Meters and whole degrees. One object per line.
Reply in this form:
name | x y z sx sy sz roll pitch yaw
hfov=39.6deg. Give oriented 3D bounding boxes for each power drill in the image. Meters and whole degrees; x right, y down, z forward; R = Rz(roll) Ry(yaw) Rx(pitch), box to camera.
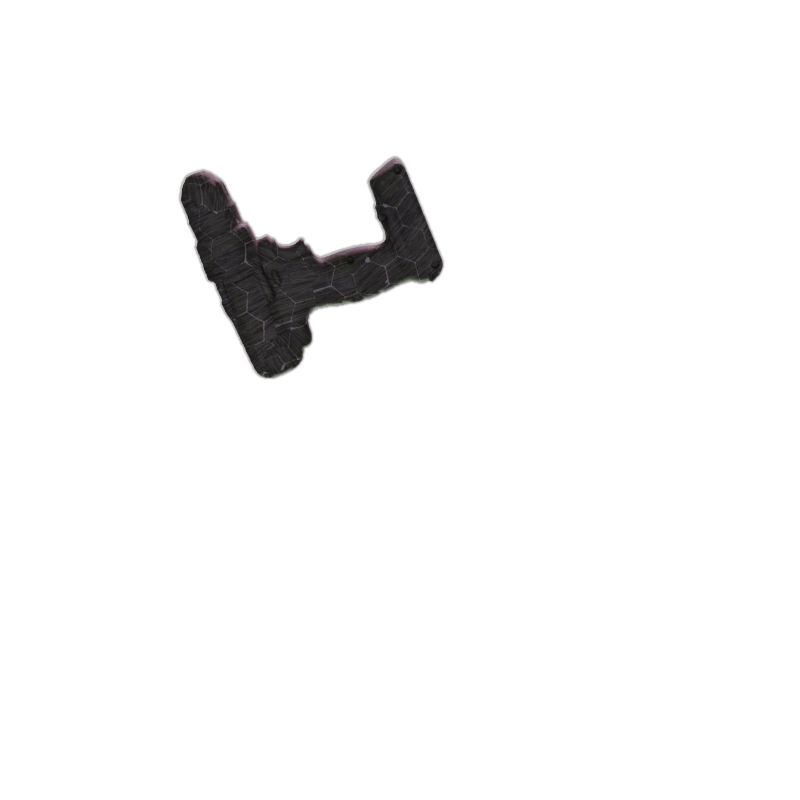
power drill | -0.072 -0.132 0.925 0.188 0.180 0.059 -23 9 3
